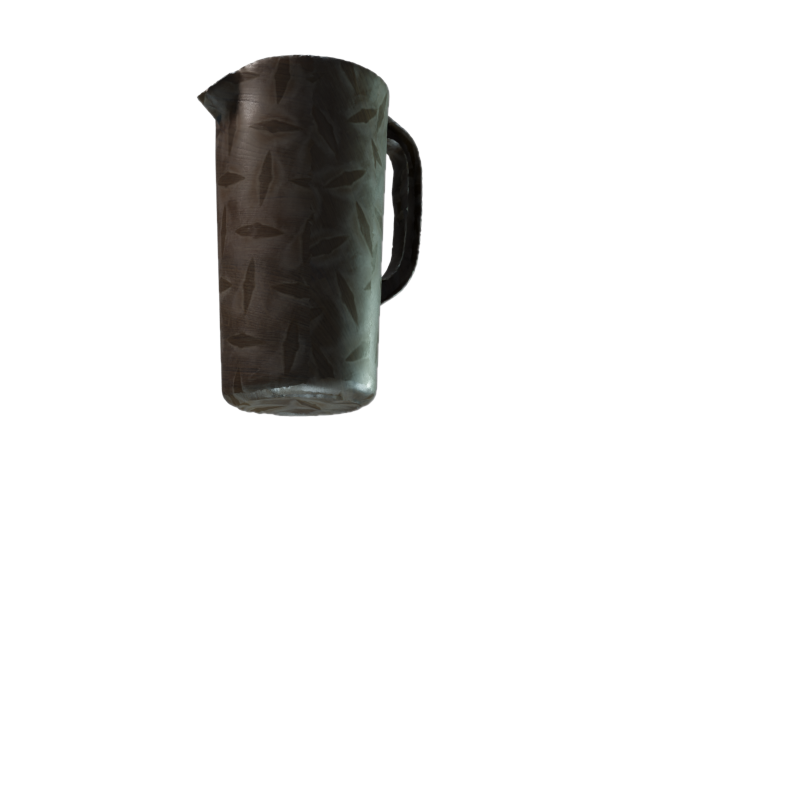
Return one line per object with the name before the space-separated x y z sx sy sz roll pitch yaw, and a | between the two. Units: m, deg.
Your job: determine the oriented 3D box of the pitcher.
pitcher | -0.063 -0.115 0.806 0.151 0.252 0.138 -3 -15 9
